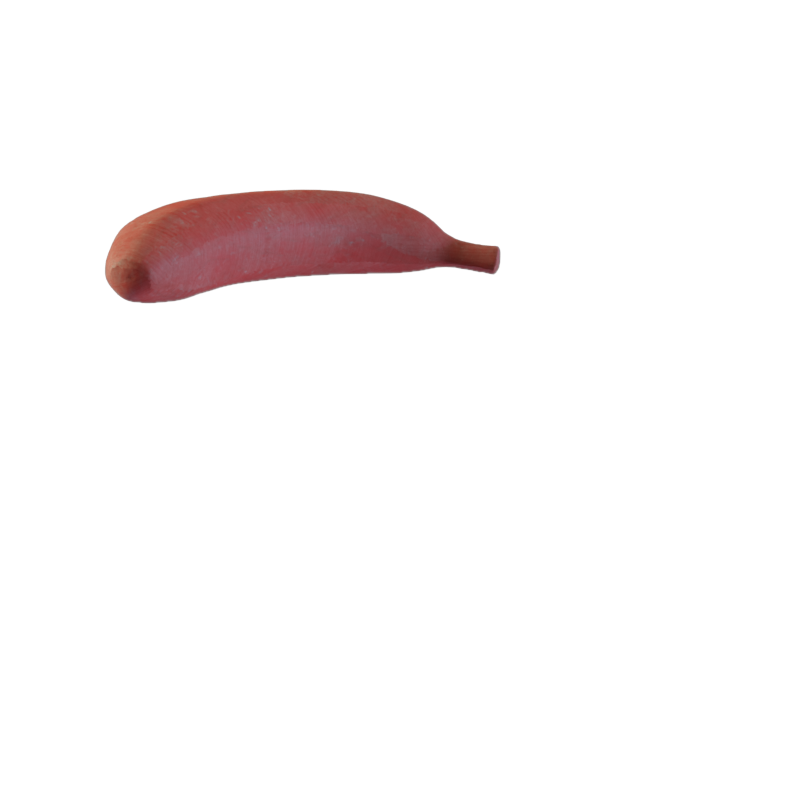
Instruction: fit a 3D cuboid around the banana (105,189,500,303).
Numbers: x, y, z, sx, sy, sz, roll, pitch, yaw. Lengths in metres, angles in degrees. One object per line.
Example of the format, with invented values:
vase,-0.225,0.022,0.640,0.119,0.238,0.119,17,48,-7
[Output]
banana,-0.044,-0.062,0.428,0.073,0.036,0.192,9,15,41
